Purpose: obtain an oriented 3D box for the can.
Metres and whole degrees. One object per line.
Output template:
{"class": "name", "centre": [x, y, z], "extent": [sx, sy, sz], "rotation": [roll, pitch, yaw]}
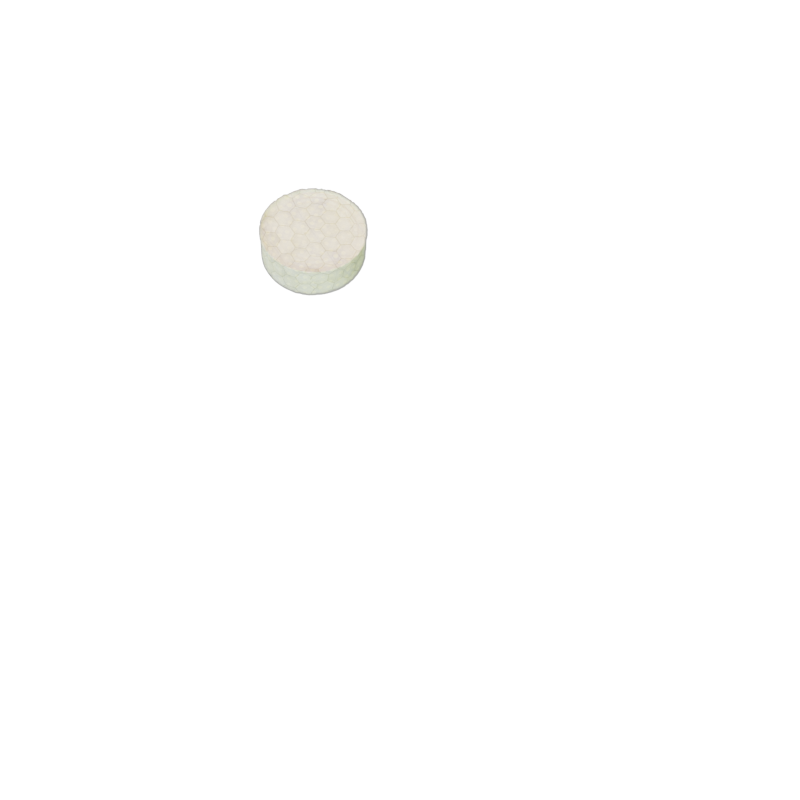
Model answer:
{"class": "can", "centre": [-0.069, -0.126, 0.886], "extent": [0.086, 0.092, 0.031], "rotation": [-1, -35, -1]}
